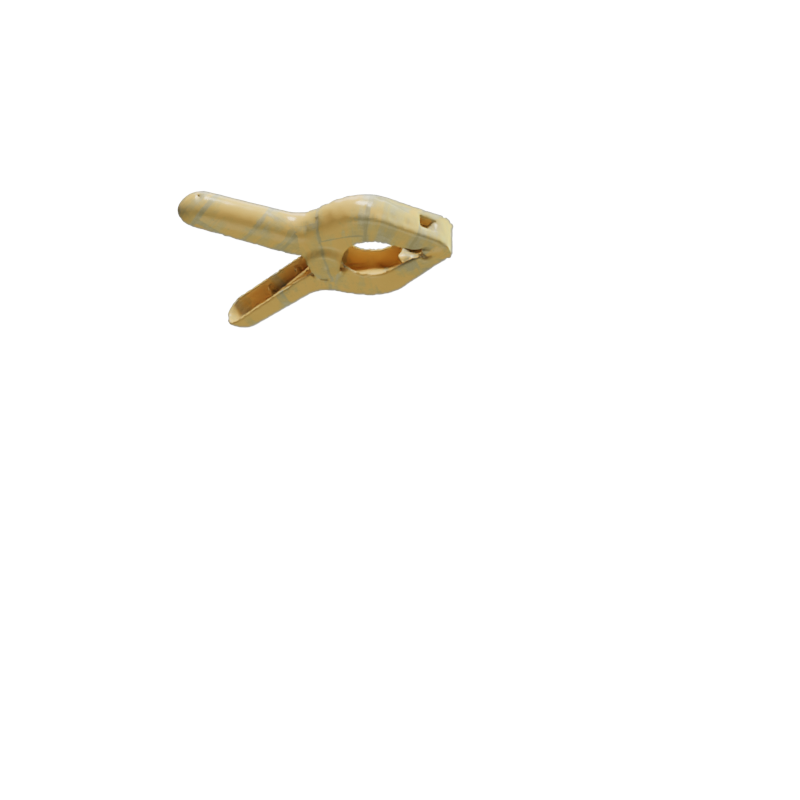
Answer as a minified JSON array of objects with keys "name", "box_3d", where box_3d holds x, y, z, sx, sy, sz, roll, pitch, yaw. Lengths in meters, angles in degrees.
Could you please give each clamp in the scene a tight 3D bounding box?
[{"name":"clamp","box_3d":[-0.056,-0.102,0.711,0.173,0.042,0.111,-12,-36,17]}]
